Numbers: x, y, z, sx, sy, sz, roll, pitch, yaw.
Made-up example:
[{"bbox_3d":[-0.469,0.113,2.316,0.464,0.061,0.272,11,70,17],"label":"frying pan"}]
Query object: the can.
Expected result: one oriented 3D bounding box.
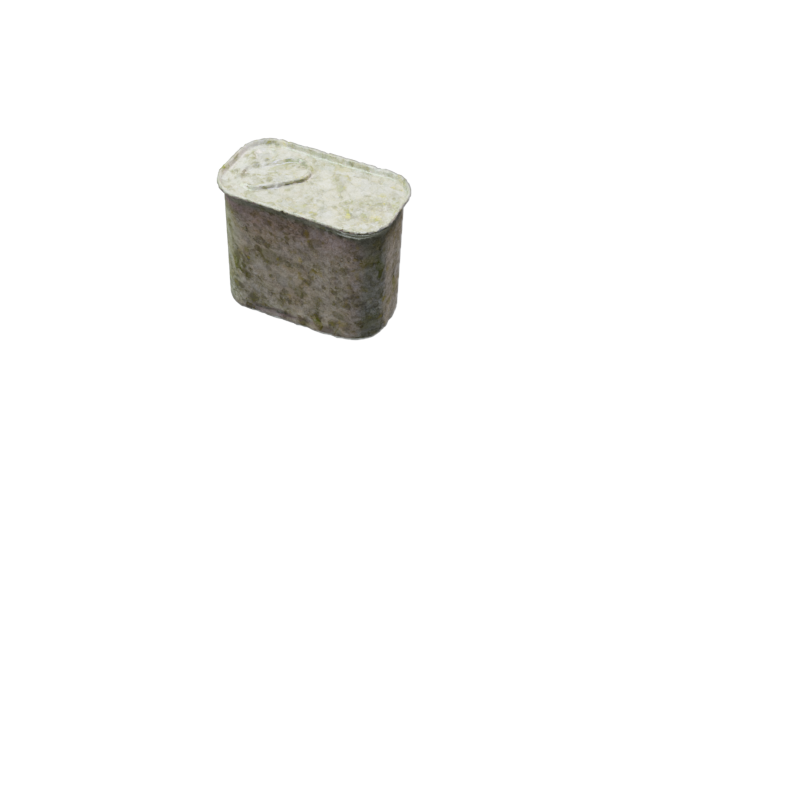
[{"bbox_3d":[-0.048,-0.088,0.616,0.106,0.078,0.059,20,46,18],"label":"can"}]
